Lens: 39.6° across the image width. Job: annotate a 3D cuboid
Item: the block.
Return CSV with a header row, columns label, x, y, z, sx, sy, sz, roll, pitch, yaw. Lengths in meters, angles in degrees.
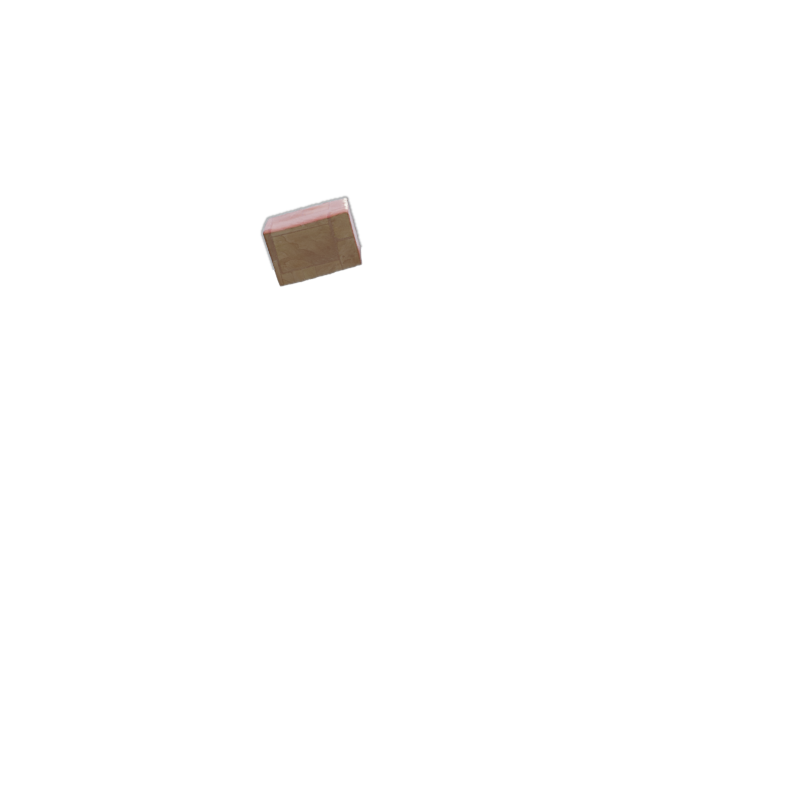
label,x,y,z,sx,sy,sz,roll,pitch,yaw
block,-0.077,-0.140,0.981,0.078,0.050,0.054,-14,20,3
